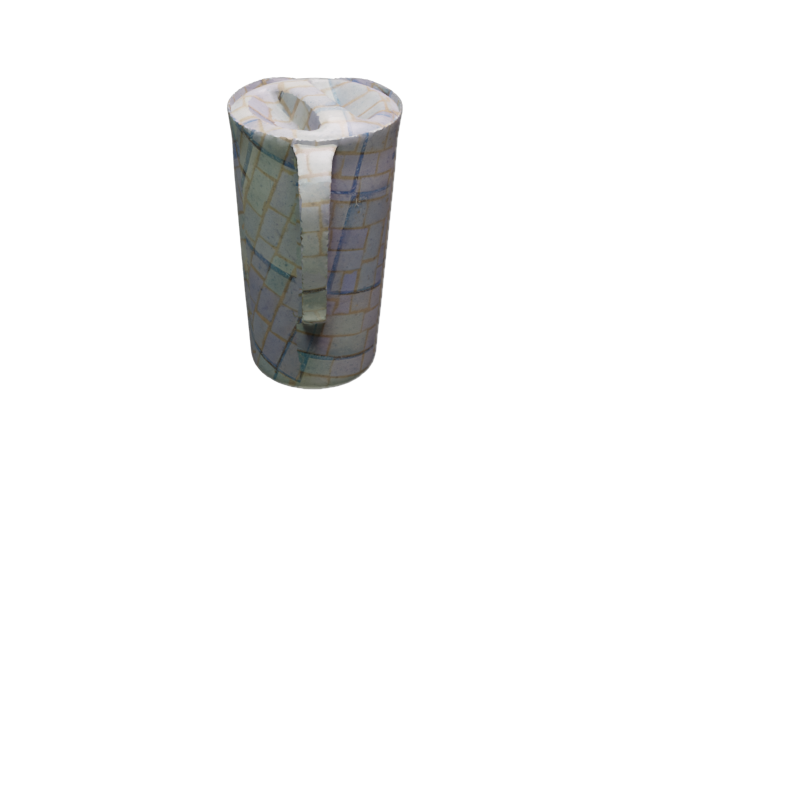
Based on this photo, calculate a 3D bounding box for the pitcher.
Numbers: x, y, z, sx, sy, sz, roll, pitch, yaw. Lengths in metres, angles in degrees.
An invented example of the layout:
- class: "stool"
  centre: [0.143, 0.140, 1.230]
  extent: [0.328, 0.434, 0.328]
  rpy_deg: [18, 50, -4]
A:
- class: "pitcher"
  centre: [-0.070, -0.127, 0.888]
  extent: [0.154, 0.228, 0.149]
  rpy_deg: [26, 40, 33]
